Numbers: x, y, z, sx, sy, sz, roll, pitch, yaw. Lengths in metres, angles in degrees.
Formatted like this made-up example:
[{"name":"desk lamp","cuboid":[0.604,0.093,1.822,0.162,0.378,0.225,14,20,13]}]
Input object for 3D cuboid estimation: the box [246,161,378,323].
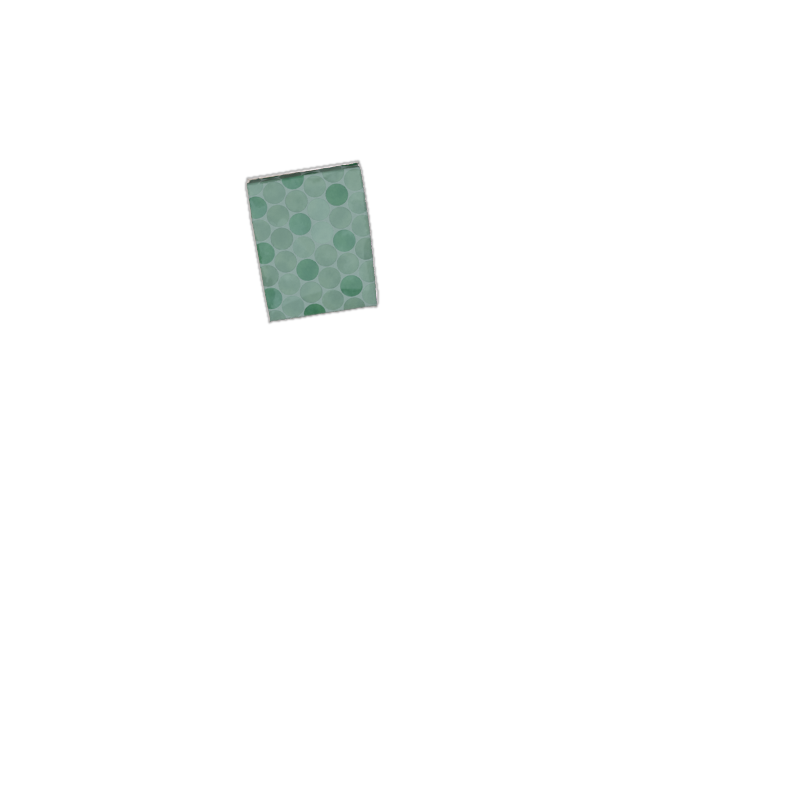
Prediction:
[{"name":"box","cuboid":[-0.067,-0.122,0.856,0.090,0.111,0.040,-8,9,1]}]
